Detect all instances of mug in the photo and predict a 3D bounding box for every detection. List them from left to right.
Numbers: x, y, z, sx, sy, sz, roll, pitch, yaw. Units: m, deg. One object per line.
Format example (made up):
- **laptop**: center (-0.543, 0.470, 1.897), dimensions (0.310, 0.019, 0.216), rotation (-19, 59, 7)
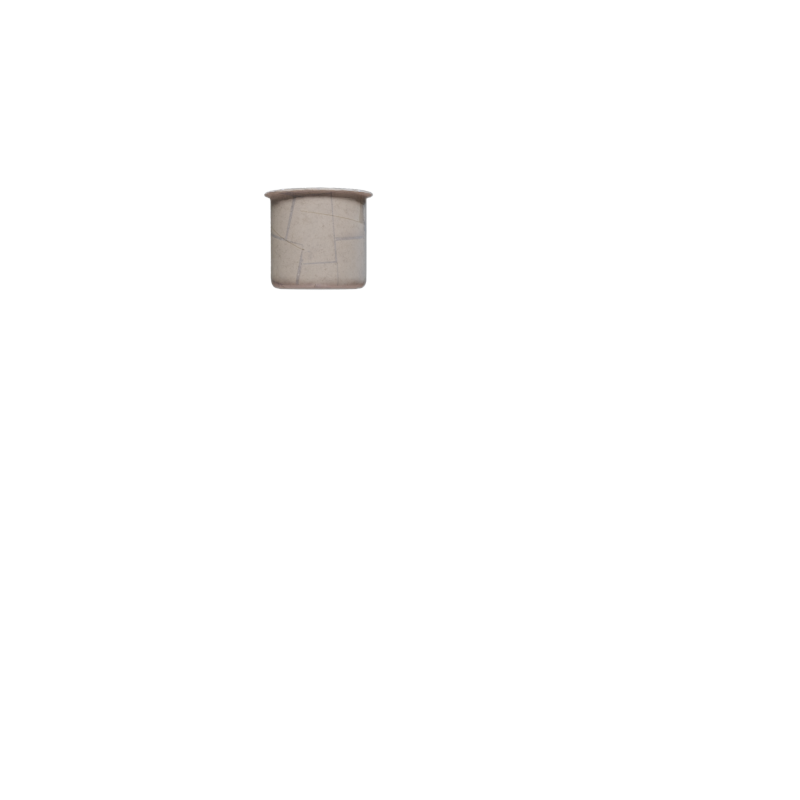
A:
- **mug**: center (-0.075, -0.136, 0.954), dimensions (0.090, 0.082, 0.120), rotation (0, 2, -25)
